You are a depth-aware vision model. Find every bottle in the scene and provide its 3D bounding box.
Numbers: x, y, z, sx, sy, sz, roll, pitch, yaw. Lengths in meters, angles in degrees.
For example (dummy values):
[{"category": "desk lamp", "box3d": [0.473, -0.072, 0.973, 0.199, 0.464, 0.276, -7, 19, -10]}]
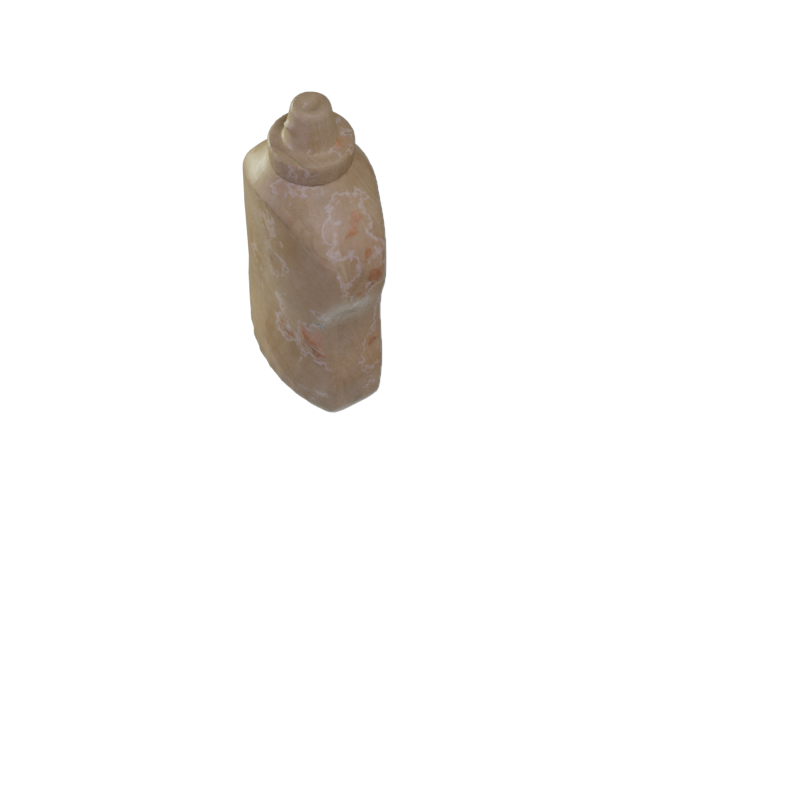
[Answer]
[{"category": "bottle", "box3d": [-0.045, -0.081, 0.567, 0.058, 0.103, 0.179, -24, -31, -19]}]
